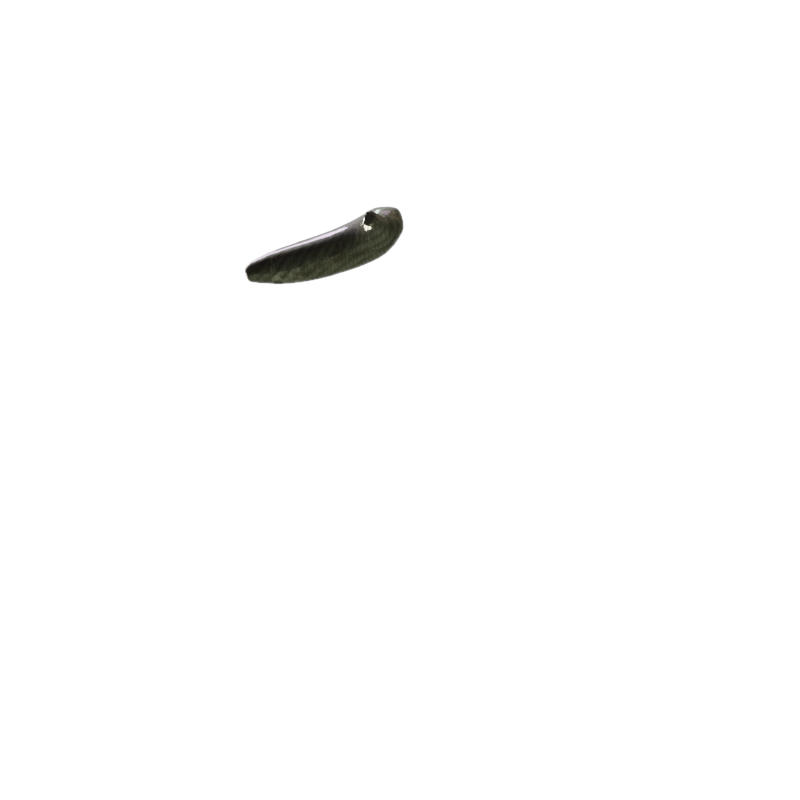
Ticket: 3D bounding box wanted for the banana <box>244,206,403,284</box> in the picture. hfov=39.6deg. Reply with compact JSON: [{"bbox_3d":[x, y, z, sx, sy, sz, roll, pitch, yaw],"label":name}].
[{"bbox_3d":[-0.056,-0.132,0.940,0.066,0.038,0.200,10,-15,-35],"label":"banana"}]
